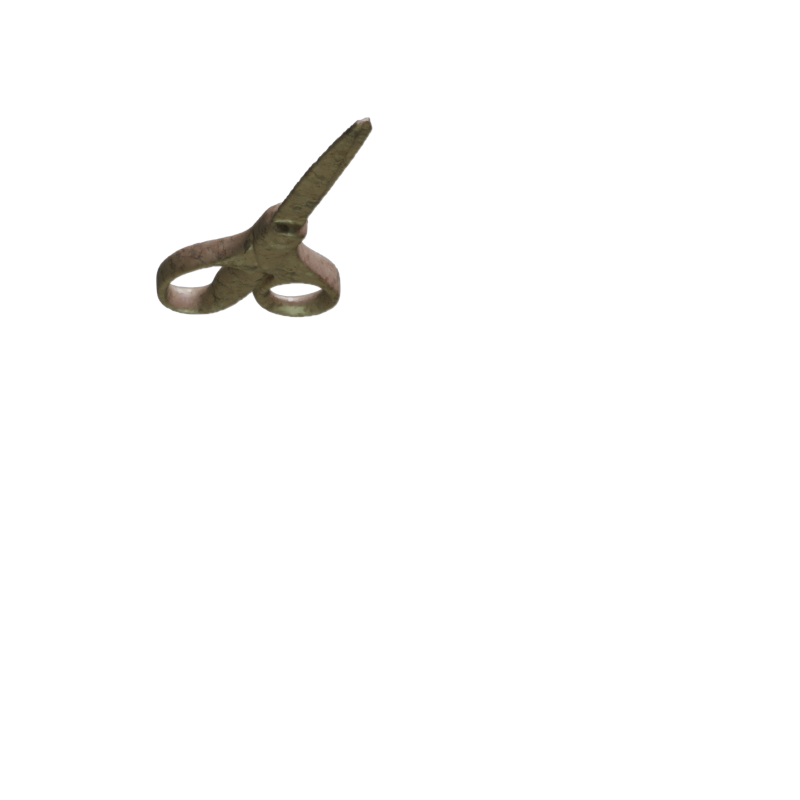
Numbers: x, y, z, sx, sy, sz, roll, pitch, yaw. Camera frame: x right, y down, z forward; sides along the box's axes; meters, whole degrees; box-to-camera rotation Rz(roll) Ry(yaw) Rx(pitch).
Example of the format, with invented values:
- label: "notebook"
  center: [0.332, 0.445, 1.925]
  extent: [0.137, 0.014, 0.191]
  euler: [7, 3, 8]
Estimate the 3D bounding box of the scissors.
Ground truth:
- label: "scissors"
  center: [-0.037, -0.068, 0.479]
  extent: [0.091, 0.016, 0.203]
  euler: [11, -18, -36]
